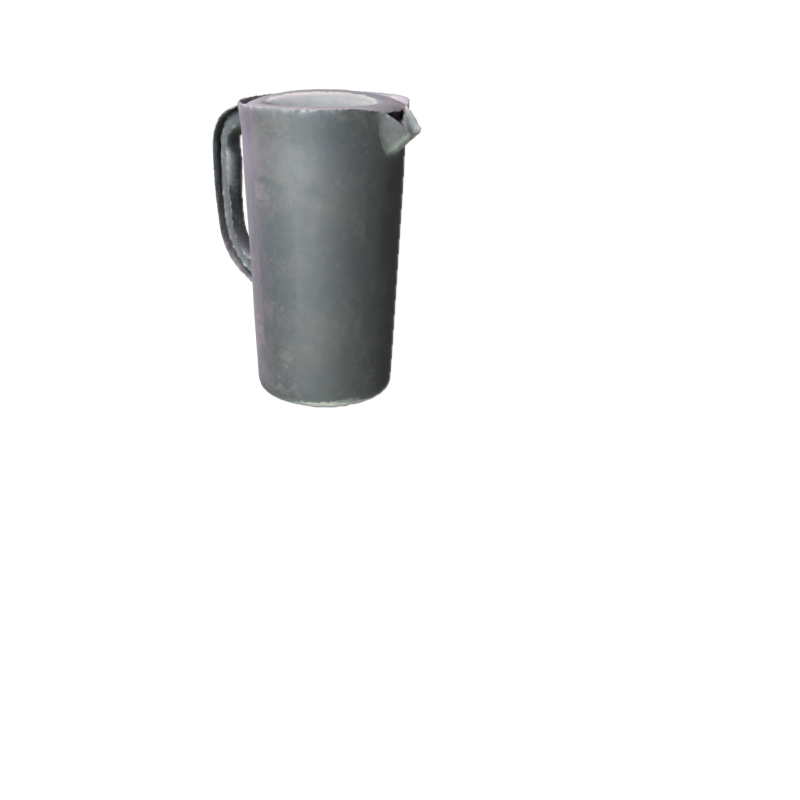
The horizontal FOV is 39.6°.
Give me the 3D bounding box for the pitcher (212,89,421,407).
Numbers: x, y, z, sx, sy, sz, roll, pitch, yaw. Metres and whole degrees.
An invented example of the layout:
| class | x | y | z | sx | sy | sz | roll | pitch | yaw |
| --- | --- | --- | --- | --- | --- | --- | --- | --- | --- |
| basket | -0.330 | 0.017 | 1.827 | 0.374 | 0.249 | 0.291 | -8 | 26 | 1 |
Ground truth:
| class | x | y | z | sx | sy | sz | roll | pitch | yaw |
| --- | --- | --- | --- | --- | --- | --- | --- | --- | --- |
| pitcher | -0.069 | -0.127 | 0.886 | 0.143 | 0.235 | 0.157 | -3 | 16 | -13 |
